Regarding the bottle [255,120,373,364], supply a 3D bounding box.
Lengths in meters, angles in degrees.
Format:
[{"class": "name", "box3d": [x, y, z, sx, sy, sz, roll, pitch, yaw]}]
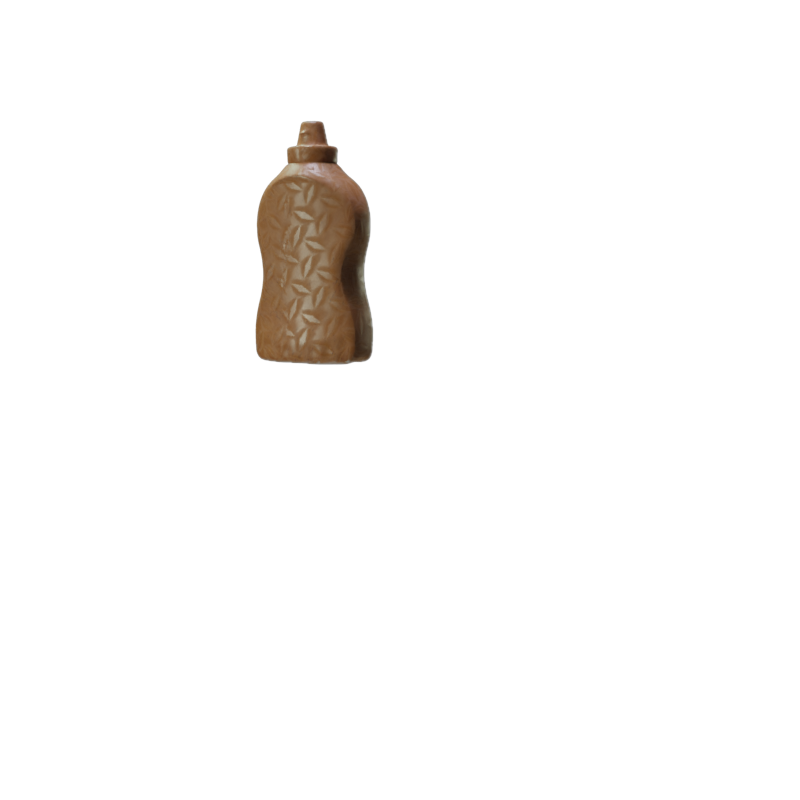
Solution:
[{"class": "bottle", "box3d": [-0.070, -0.127, 0.886, 0.099, 0.192, 0.056, 0, 0, 33]}]
